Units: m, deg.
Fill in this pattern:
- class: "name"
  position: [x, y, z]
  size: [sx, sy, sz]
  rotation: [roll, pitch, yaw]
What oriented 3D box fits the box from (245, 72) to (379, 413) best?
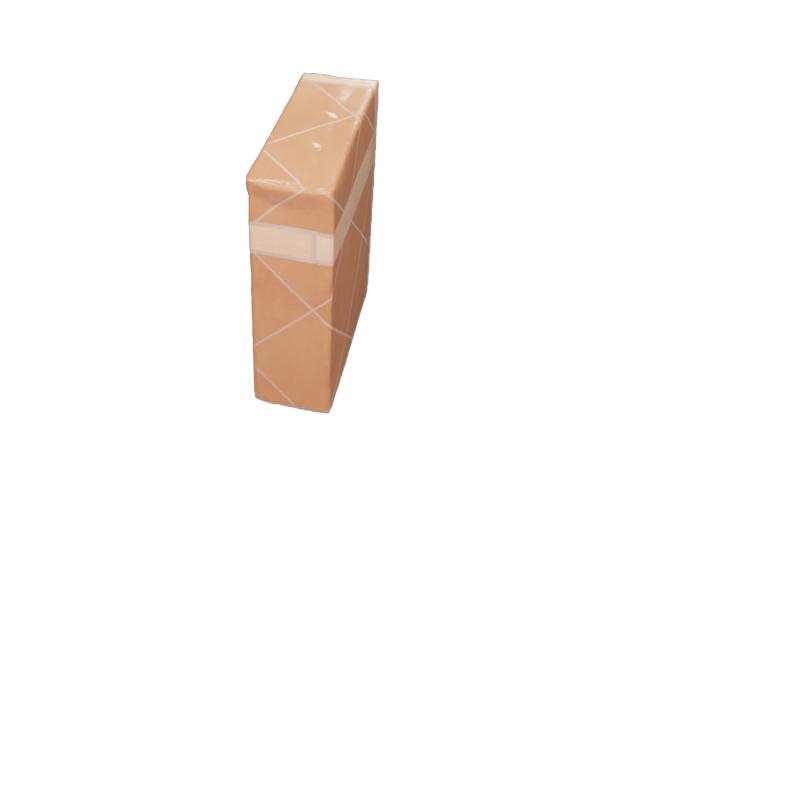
- class: "box"
  position: [-0.068, -0.125, 0.873]
  size: [0.073, 0.199, 0.173]
  rotation: [8, 41, 6]
